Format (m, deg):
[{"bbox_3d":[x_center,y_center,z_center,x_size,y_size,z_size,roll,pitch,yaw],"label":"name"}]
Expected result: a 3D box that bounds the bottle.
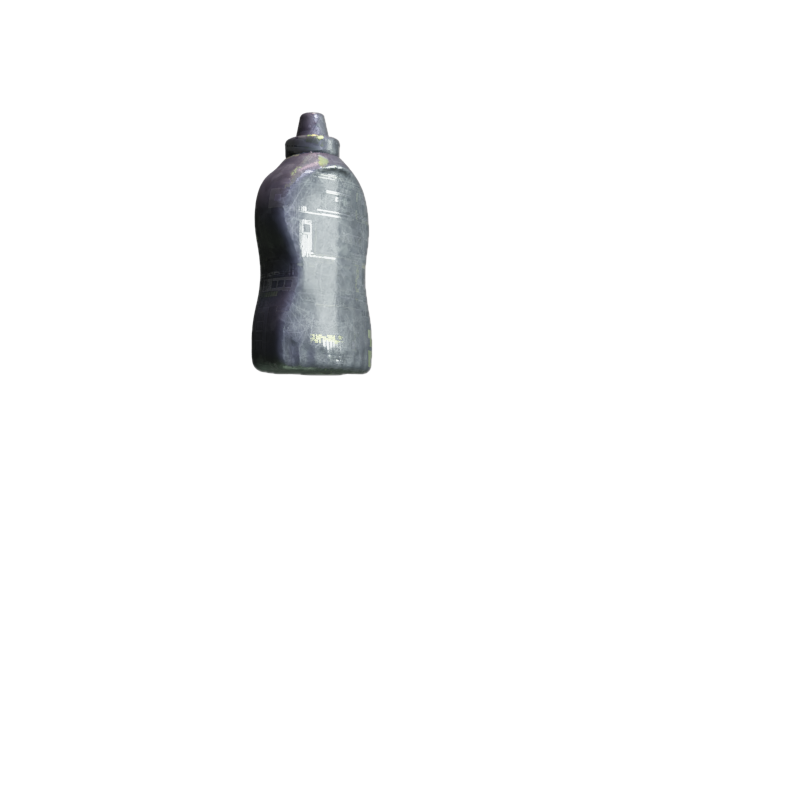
[{"bbox_3d":[-0.064,-0.115,0.808,0.091,0.196,0.060,7,-12,-44],"label":"bottle"}]
